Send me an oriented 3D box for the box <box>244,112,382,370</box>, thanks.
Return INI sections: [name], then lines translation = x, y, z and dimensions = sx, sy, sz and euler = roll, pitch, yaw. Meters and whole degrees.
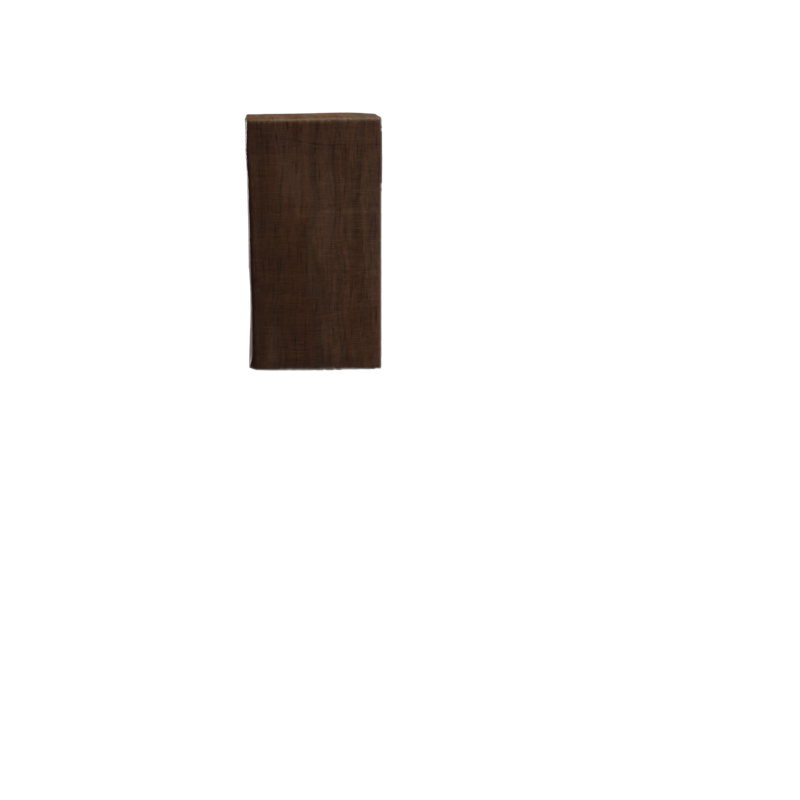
[box]
translation = -0.060, -0.110, 0.767
dimensions = 0.093, 0.172, 0.050
euler = 0, 11, -5
